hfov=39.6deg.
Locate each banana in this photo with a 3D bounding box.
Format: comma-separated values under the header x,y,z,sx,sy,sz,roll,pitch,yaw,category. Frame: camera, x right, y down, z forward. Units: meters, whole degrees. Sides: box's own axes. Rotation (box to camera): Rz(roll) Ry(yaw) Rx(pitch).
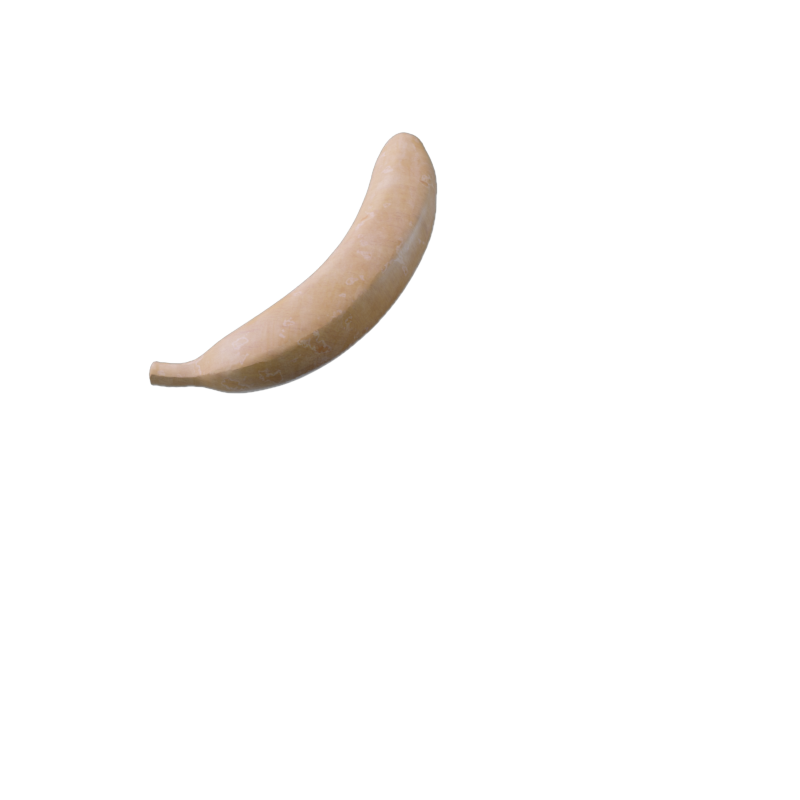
x,y,z,sx,sy,sz,roll,pitch,yaw,category
-0.029,-0.064,0.522,0.073,0.034,0.202,29,56,21,banana
